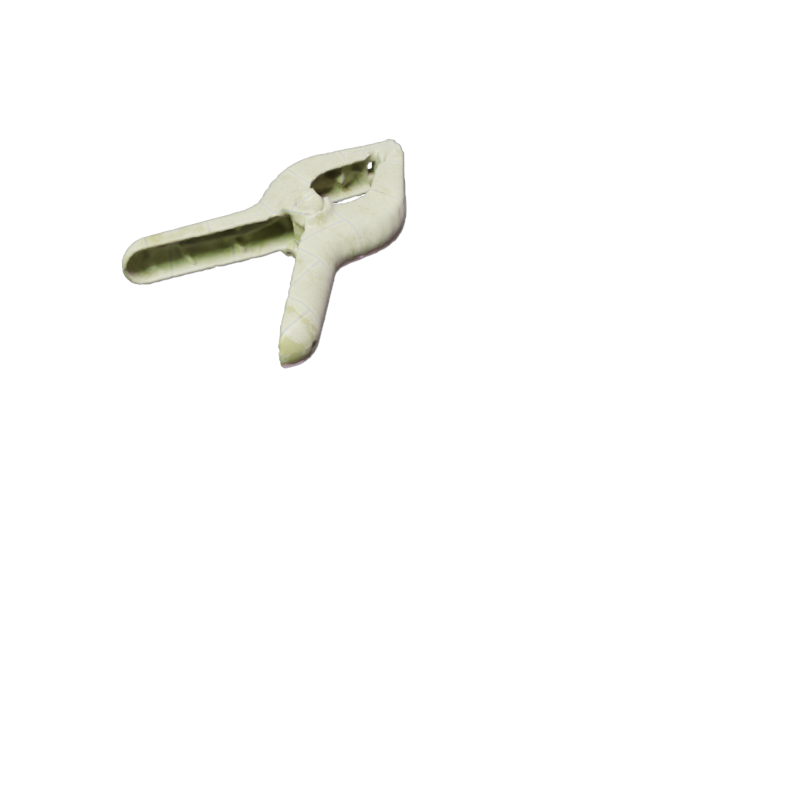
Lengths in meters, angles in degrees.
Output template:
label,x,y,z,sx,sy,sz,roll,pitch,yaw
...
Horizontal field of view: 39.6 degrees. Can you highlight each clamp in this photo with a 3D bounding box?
label,x,y,z,sx,sy,sz,roll,pitch,yaw
clamp,-0.046,-0.083,0.581,0.172,0.036,0.128,-36,57,-28
